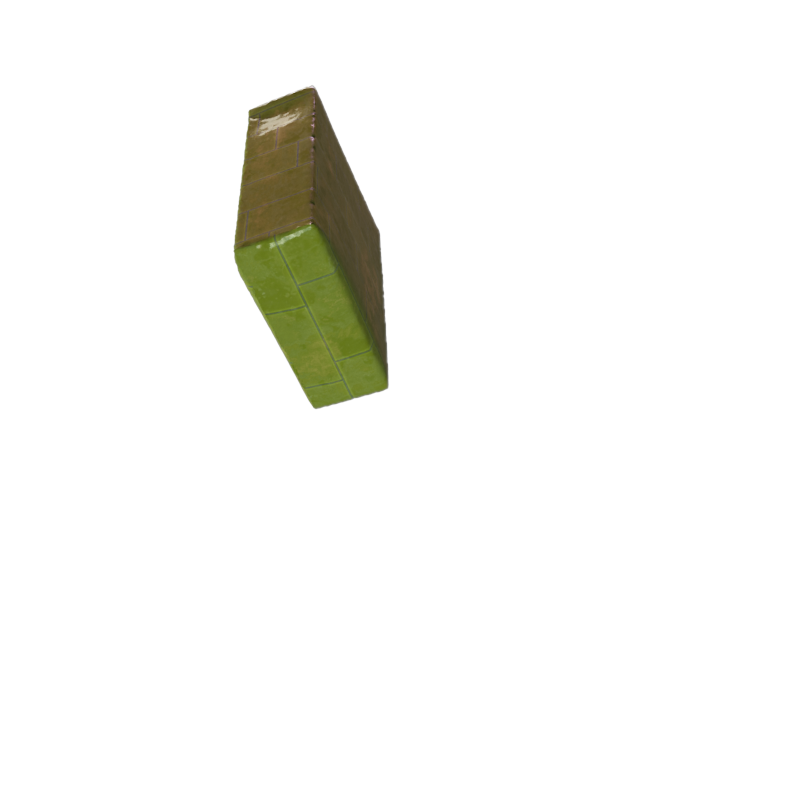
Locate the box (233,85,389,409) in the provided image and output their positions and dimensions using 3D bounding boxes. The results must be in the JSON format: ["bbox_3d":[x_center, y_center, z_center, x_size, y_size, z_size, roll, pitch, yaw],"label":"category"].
[{"bbox_3d":[-0.070,-0.127,0.890,0.072,0.152,0.229,-18,38,10],"label":"box"}]
